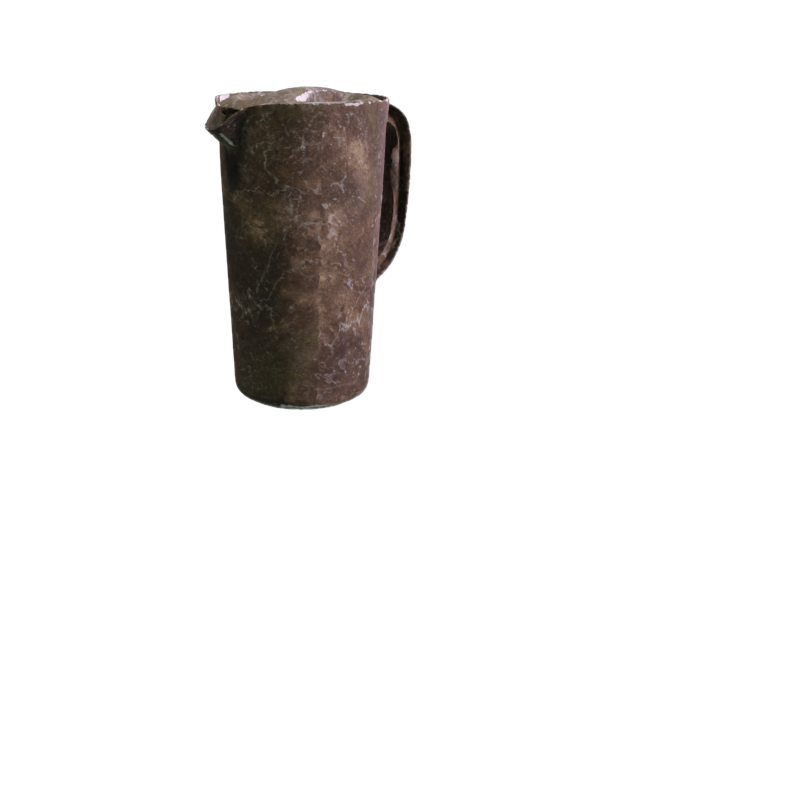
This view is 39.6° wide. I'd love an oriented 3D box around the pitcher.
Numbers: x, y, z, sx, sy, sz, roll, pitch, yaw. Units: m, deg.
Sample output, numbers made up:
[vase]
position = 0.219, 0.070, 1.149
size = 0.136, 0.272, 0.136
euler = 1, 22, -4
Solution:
[pitcher]
position = -0.068, -0.125, 0.875
size = 0.150, 0.235, 0.149
euler = 2, 15, 4
